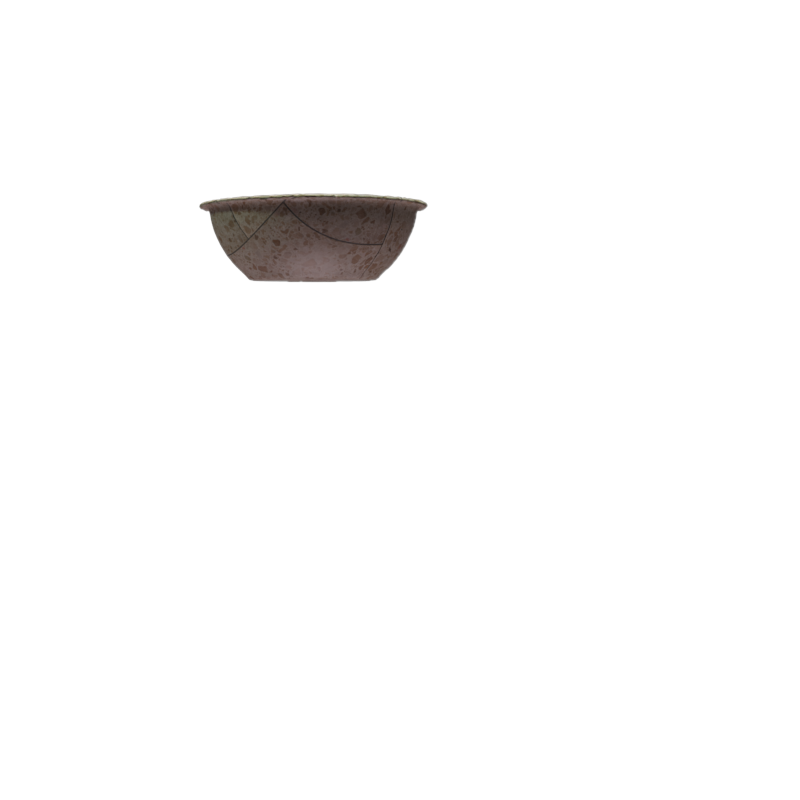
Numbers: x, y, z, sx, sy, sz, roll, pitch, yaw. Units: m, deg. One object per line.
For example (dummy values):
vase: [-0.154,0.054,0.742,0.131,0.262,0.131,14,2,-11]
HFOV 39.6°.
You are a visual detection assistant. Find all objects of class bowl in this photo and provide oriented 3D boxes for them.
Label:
bowl: [-0.061,-0.112,0.785,0.162,0.055,0.162,0,4,-2]
